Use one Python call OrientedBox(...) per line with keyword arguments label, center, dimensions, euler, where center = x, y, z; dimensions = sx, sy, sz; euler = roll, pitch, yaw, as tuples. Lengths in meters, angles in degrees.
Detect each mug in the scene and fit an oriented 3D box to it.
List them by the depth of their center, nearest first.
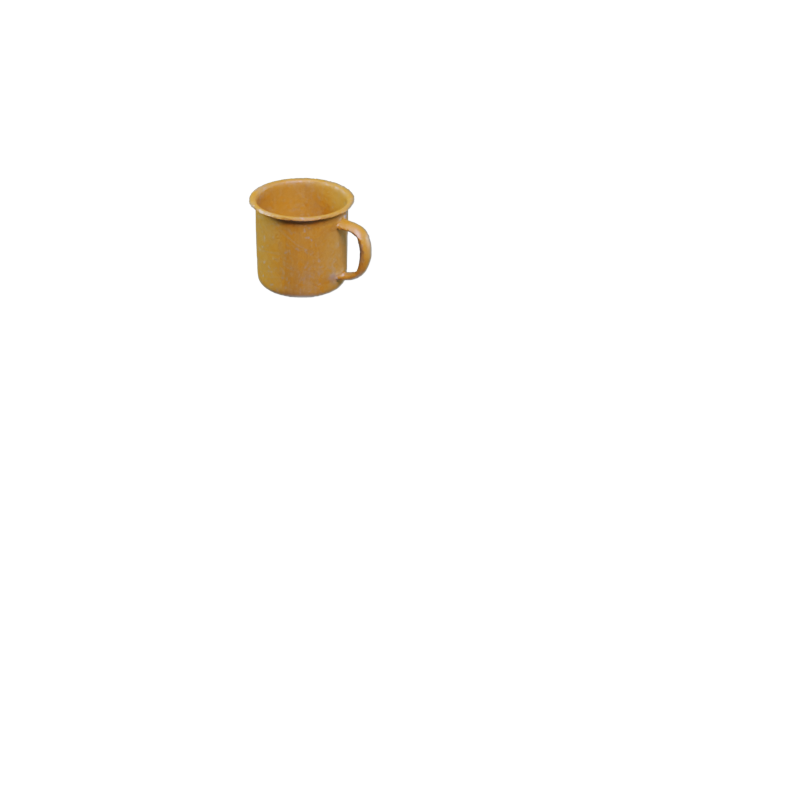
OrientedBox(label="mug", center=(-0.077, -0.141, 0.987), dimensions=(0.122, 0.077, 0.094), euler=(16, 33, 25))
